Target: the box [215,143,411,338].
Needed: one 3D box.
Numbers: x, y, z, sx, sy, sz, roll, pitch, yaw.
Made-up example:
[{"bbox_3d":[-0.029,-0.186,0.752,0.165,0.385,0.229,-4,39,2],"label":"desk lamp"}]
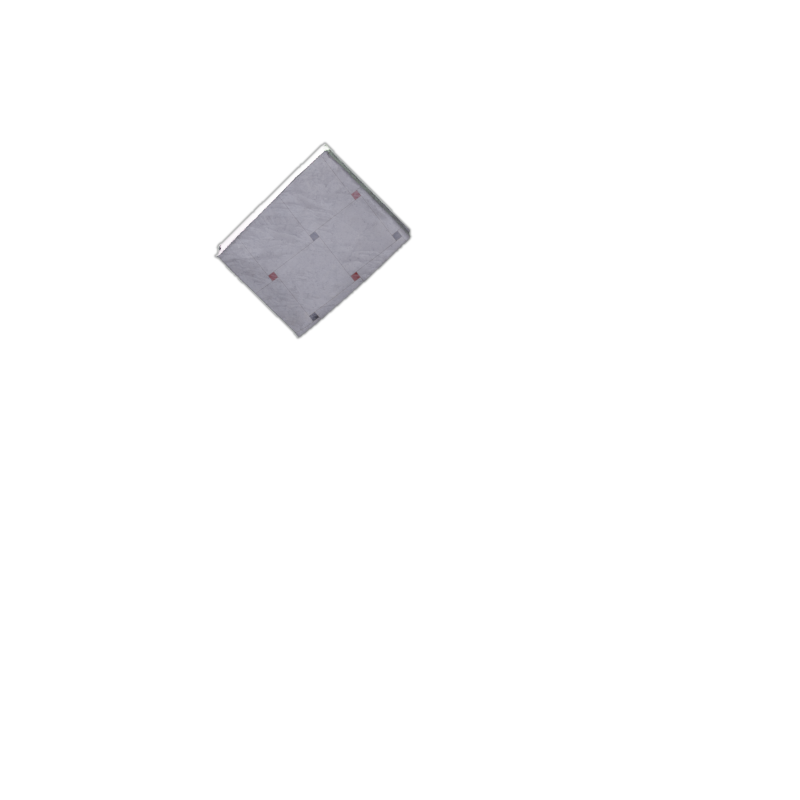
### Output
[{"bbox_3d":[-0.062,-0.114,0.798,0.113,0.088,0.040,-43,9,7],"label":"box"}]
